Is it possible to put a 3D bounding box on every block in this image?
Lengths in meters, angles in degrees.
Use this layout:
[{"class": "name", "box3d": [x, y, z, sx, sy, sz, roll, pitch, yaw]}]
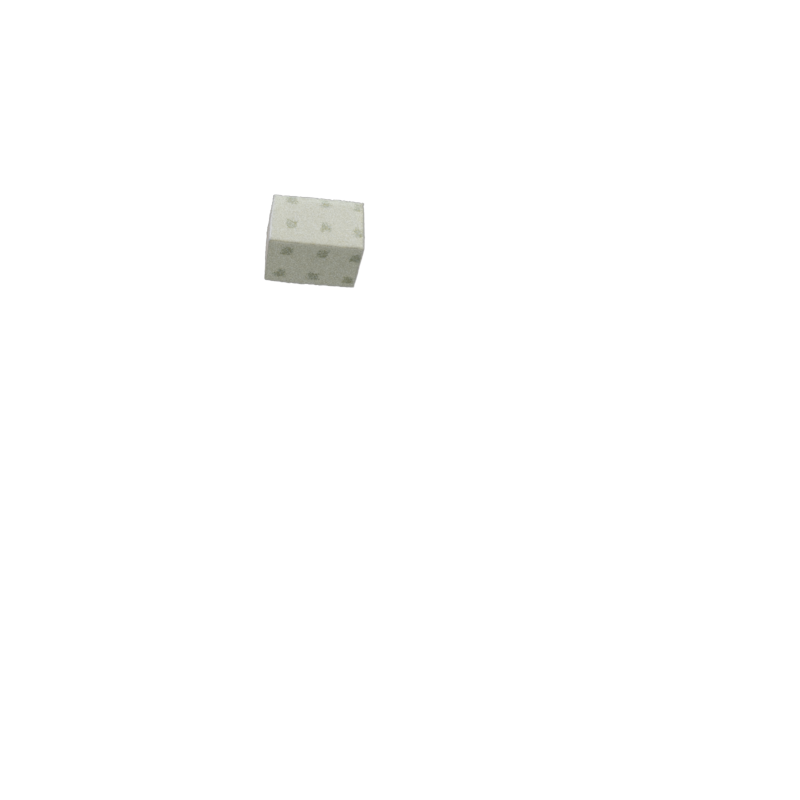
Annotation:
[{"class": "block", "box3d": [-0.071, -0.130, 0.909, 0.077, 0.055, 0.050, 5, -38, -8]}]
